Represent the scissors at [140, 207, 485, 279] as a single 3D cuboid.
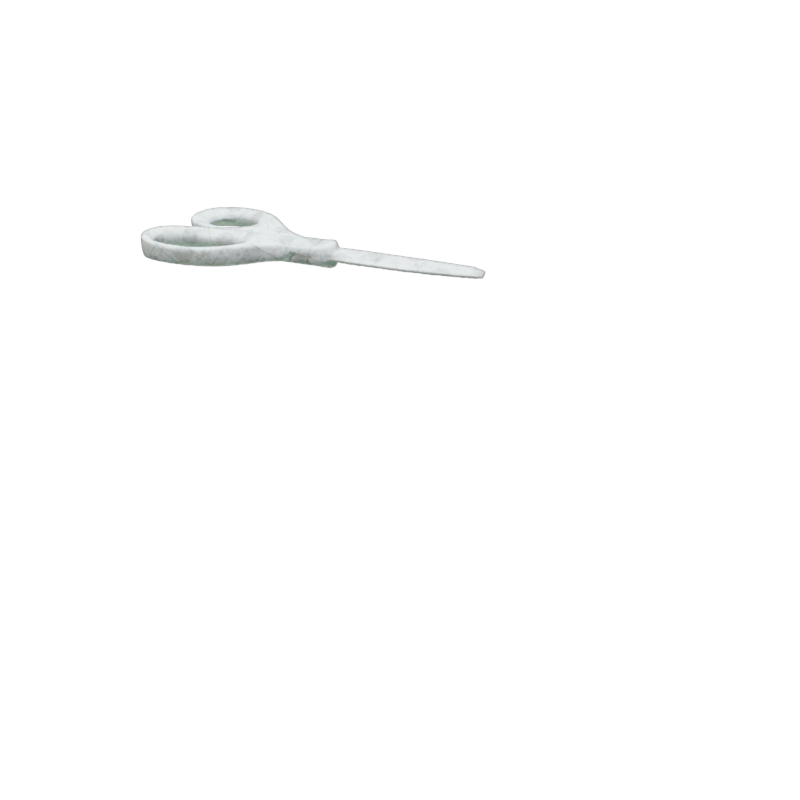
[{"bbox_3d":[-0.052,-0.094,0.660,0.204,0.015,0.100,3,25,7],"label":"scissors"}]
